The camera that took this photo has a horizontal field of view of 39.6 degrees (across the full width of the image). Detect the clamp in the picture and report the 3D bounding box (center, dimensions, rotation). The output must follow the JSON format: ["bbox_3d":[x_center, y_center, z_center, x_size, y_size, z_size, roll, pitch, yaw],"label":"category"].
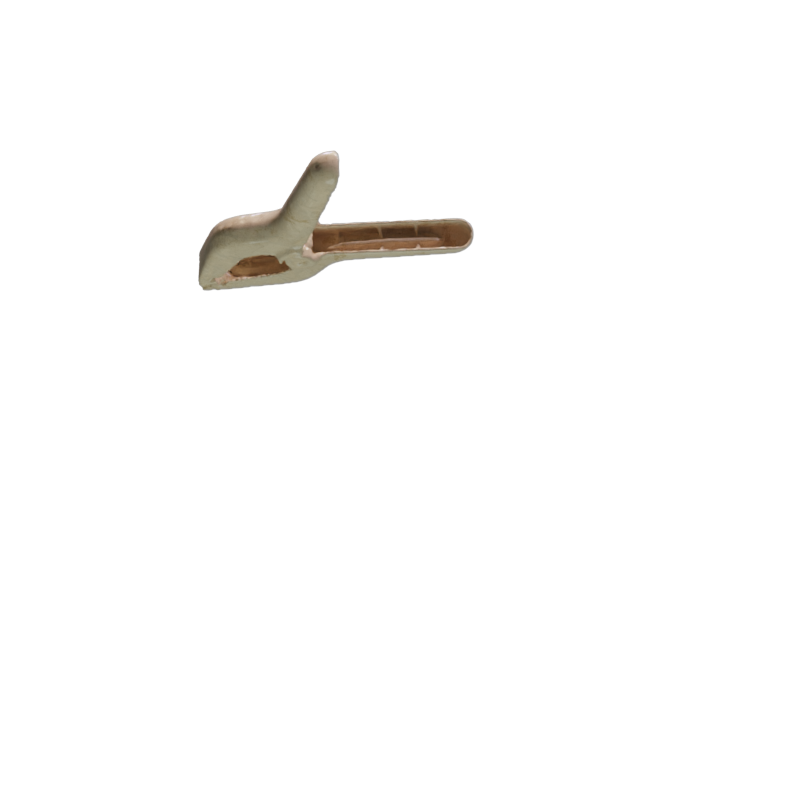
[{"bbox_3d":[-0.063,-0.116,0.811,0.155,0.038,0.213,16,-23,-43],"label":"clamp"}]
